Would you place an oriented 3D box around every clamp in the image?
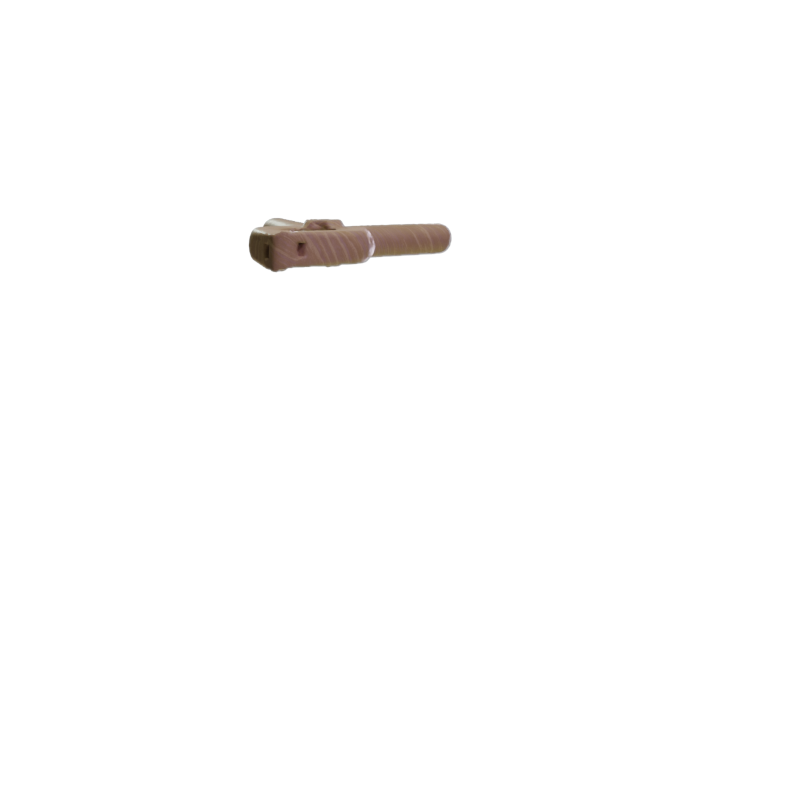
[{"bbox_3d":[-0.068,-0.124,0.866,0.170,0.036,0.207,5,13,22],"label":"clamp"}]
